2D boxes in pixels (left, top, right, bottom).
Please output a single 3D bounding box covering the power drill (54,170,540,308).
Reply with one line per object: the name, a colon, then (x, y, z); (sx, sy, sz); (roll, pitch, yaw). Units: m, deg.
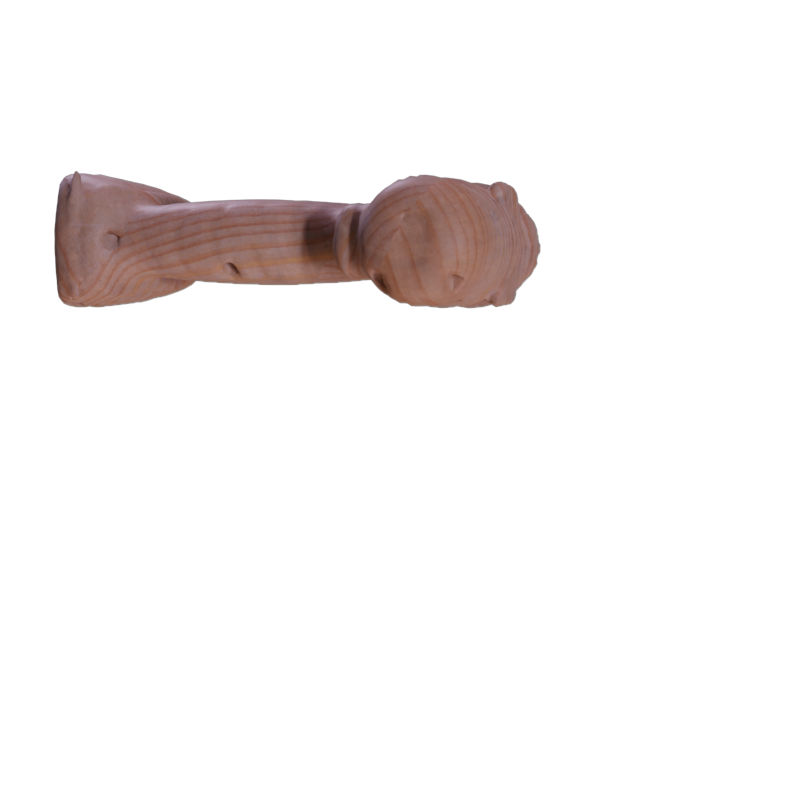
power drill: (-0.038, -0.068, 0.479); (0.192, 0.057, 0.180); (1, 4, 17)
